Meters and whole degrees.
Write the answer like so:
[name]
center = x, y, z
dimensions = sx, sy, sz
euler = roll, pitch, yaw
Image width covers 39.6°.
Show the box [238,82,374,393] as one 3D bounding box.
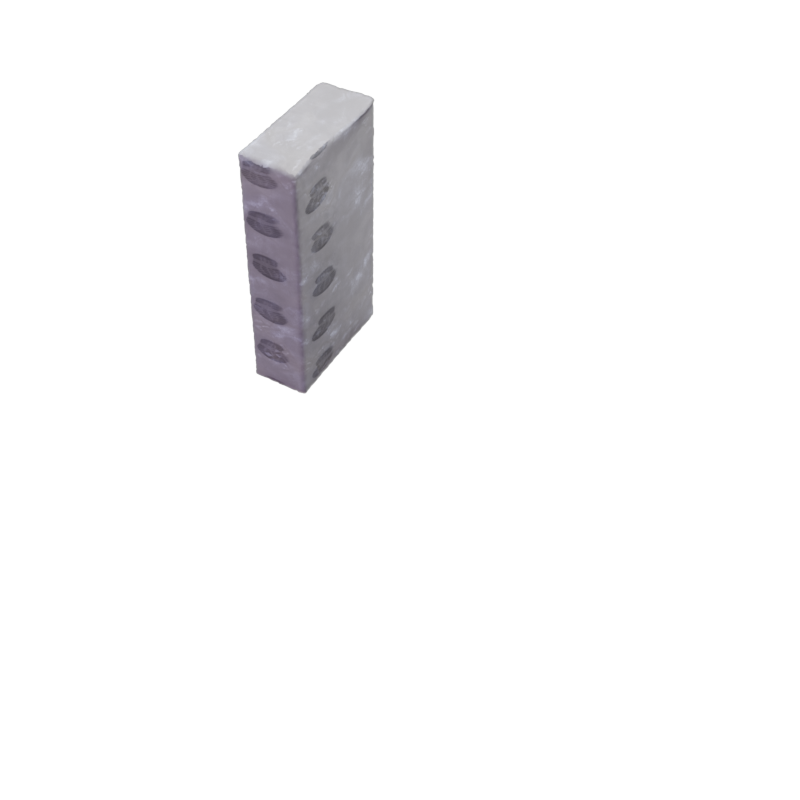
[box]
center = -0.054, -0.099, 0.695
dimensions = 0.050, 0.164, 0.096
euler = 23, 48, 18
